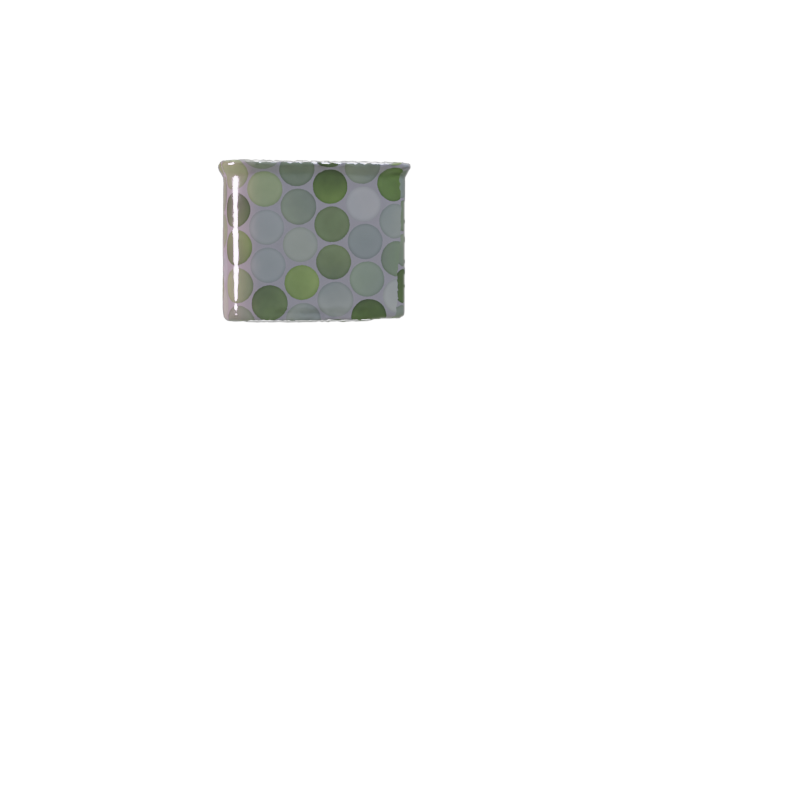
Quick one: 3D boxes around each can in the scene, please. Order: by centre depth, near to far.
[{"bbox_3d":[-0.047,-0.085,0.596,0.101,0.084,0.058,-1,2,-9],"label":"can"}]
